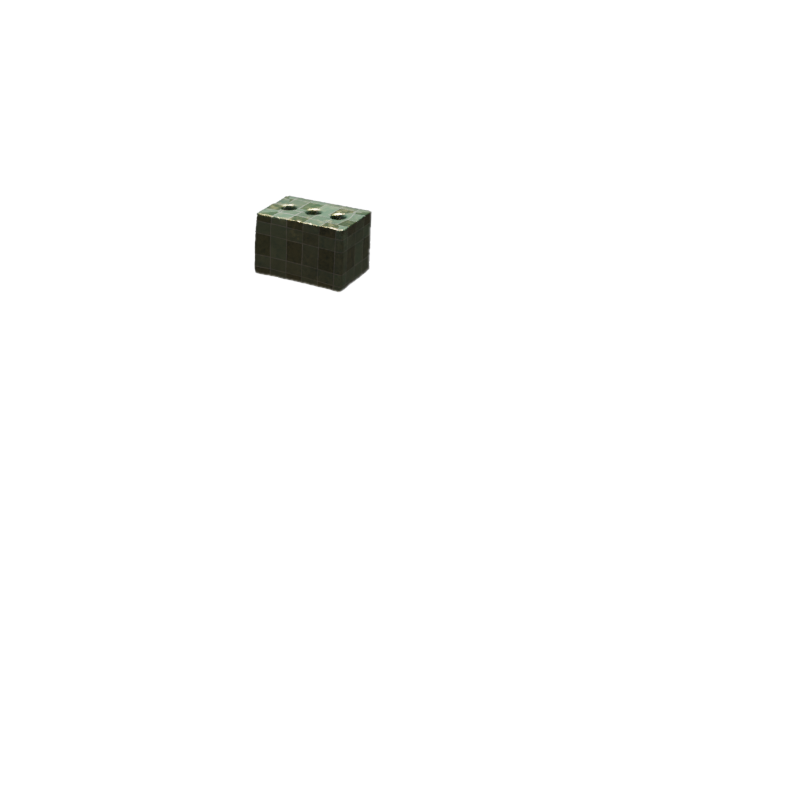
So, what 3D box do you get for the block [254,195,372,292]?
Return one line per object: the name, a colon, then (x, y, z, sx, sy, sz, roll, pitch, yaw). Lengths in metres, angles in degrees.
block: (-0.068, -0.123, 0.865, 0.081, 0.049, 0.053, 14, 29, 24)
